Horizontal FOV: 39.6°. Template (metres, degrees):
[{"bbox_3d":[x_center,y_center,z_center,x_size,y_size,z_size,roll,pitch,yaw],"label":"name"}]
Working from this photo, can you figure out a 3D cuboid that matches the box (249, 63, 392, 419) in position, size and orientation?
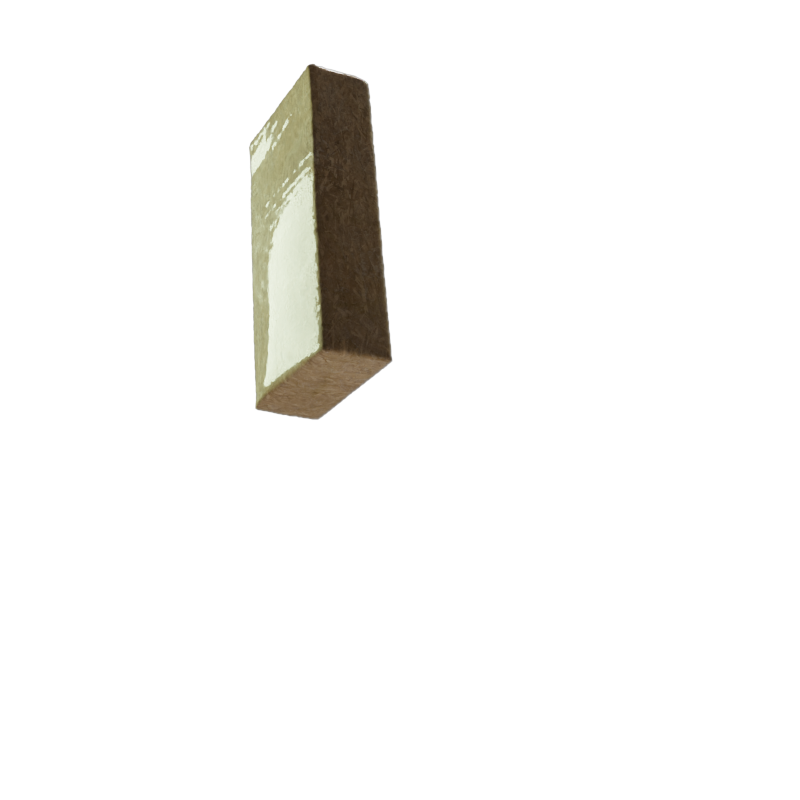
[{"bbox_3d":[-0.048,-0.088,0.618,0.046,0.187,0.092,12,-30,-26],"label":"box"}]
